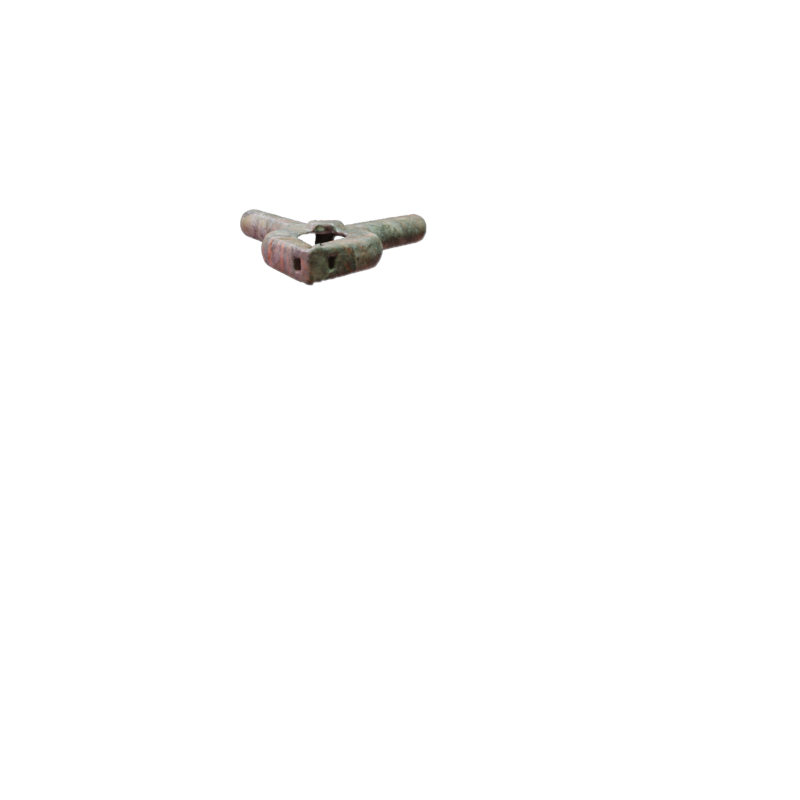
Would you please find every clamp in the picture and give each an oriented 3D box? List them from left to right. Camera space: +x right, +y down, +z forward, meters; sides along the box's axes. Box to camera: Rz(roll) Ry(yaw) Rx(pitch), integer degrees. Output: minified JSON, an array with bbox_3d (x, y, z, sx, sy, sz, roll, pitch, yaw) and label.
[{"bbox_3d":[-0.071,-0.129,0.904,0.167,0.035,0.214,3,18,9],"label":"clamp"}]
